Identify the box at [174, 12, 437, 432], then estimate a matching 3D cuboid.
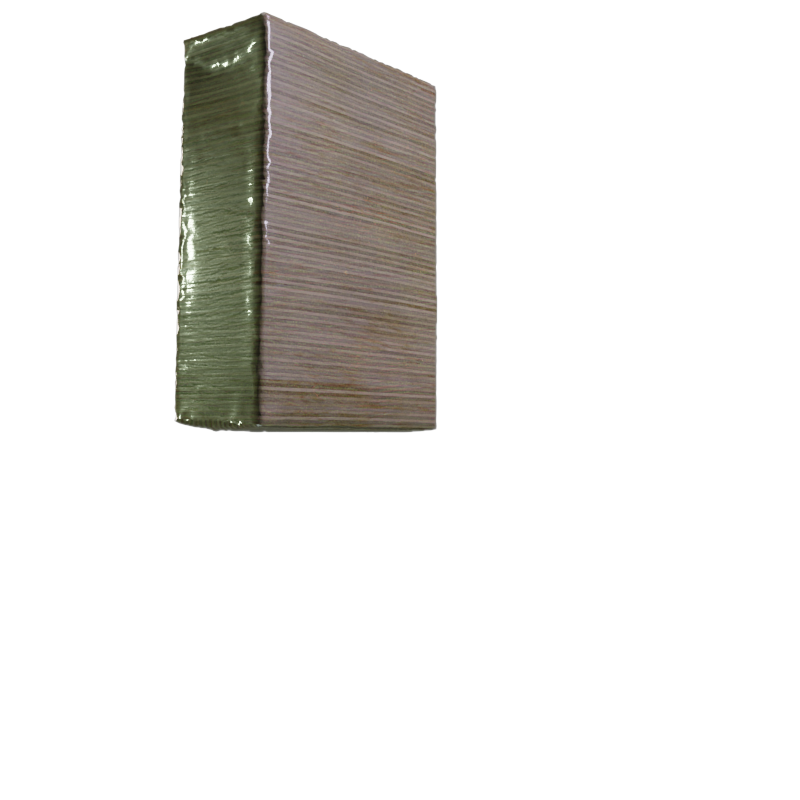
[{"bbox_3d":[-0.049,-0.090,0.632,0.074,0.219,0.156,-7,-9,36],"label":"box"}]
